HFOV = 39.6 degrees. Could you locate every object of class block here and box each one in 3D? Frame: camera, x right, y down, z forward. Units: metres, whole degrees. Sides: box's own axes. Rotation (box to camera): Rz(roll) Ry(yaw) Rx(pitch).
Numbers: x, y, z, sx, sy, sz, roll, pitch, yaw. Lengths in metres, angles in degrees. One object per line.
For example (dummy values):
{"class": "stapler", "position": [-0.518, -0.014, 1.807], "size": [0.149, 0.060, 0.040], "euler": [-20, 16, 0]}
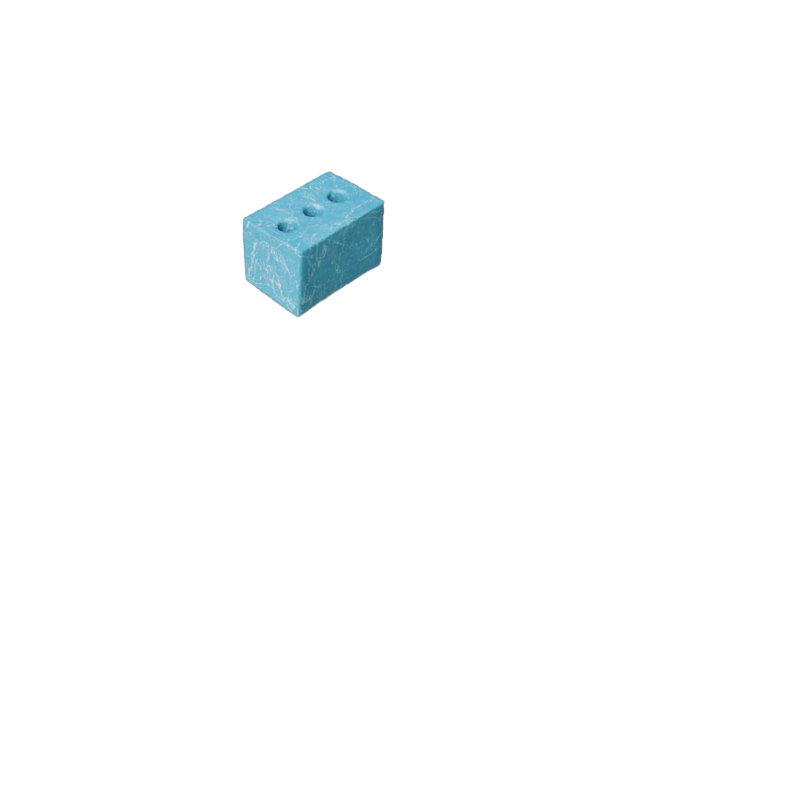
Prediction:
{"class": "block", "position": [-0.055, -0.101, 0.706], "size": [0.056, 0.048, 0.078], "euler": [32, 50, 29]}
